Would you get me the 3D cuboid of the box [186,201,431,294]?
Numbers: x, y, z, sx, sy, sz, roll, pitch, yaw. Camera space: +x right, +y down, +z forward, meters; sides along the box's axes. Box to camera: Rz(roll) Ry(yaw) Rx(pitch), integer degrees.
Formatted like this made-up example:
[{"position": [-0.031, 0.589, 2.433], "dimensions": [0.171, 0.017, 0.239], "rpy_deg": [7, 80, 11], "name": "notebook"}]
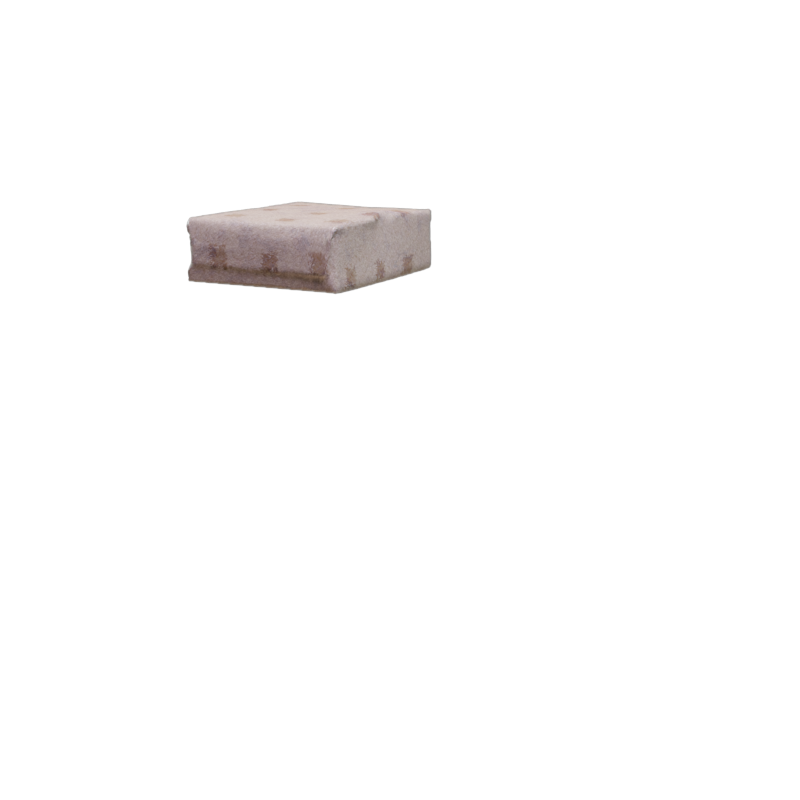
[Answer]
[{"position": [-0.038, -0.069, 0.482], "dimensions": [0.076, 0.029, 0.088], "rpy_deg": [8, 16, 29], "name": "box"}]
